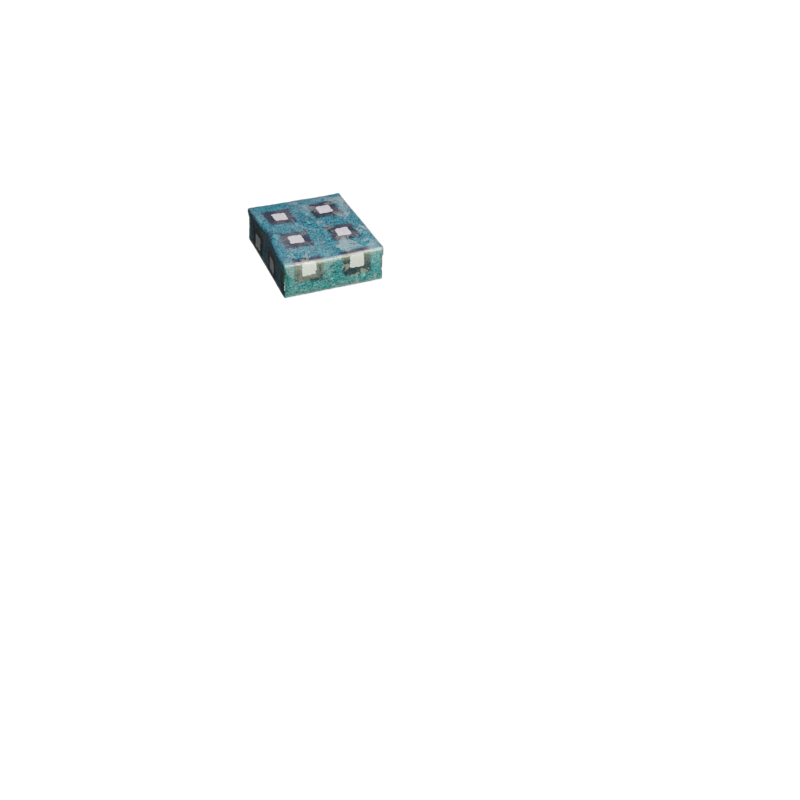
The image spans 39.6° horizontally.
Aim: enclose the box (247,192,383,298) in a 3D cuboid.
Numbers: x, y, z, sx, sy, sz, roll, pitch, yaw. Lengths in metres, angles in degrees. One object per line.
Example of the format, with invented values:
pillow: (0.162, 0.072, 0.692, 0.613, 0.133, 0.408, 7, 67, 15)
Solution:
box: (-0.062, -0.113, 0.791, 0.072, 0.028, 0.096, -12, 38, -17)
